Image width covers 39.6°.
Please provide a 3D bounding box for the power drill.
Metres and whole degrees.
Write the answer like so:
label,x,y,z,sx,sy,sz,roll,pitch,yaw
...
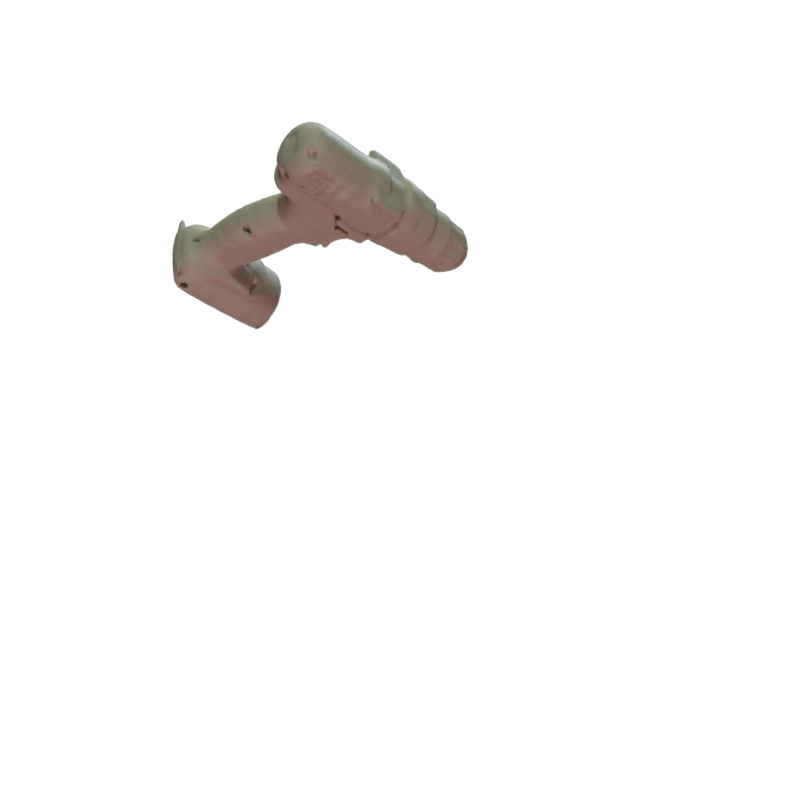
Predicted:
label,x,y,z,sx,sy,sz,roll,pitch,yaw
power drill,-0.066,-0.120,0.842,0.188,0.061,0.172,-27,-42,33
